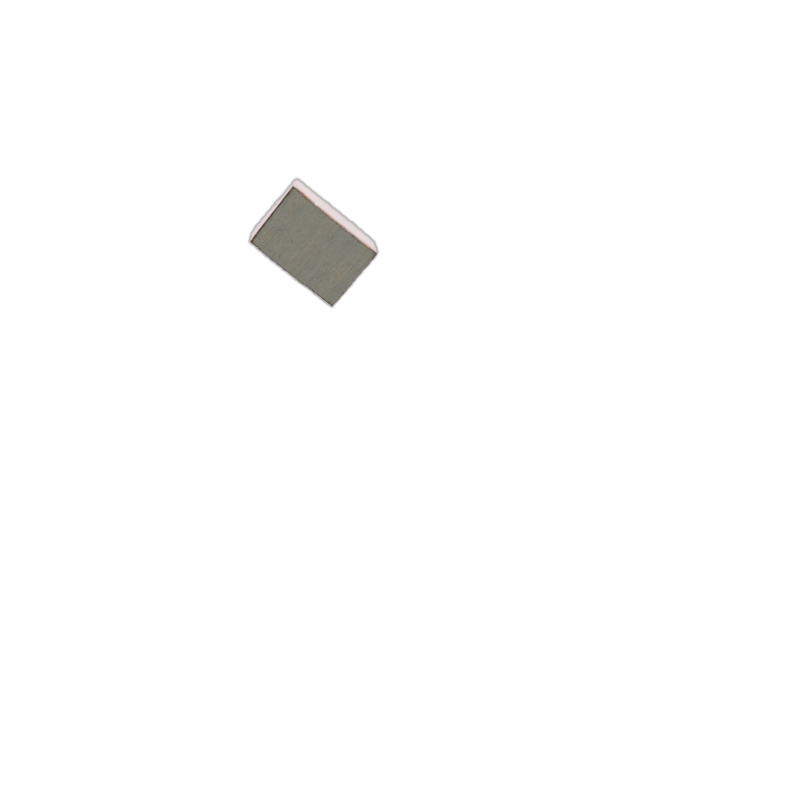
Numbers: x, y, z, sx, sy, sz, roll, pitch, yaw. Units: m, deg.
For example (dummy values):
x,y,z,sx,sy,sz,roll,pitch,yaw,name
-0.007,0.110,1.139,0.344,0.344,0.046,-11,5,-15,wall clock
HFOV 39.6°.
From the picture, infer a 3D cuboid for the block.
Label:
x,y,z,sx,sy,sz,roll,pitch,yaw,name
-0.062,-0.113,0.795,0.076,0.052,0.053,39,10,-9,block
